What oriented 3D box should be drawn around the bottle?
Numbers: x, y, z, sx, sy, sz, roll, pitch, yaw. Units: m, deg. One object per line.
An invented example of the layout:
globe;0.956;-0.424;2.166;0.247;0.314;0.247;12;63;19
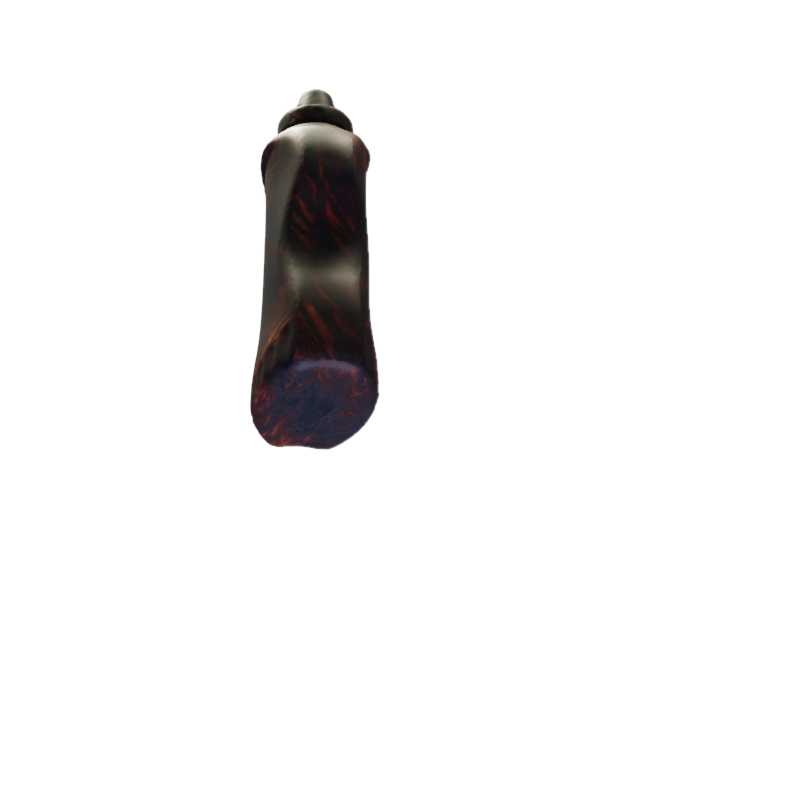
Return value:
bottle;-0.043;-0.080;0.561;0.058;0.205;0.091;3;-32;-9
